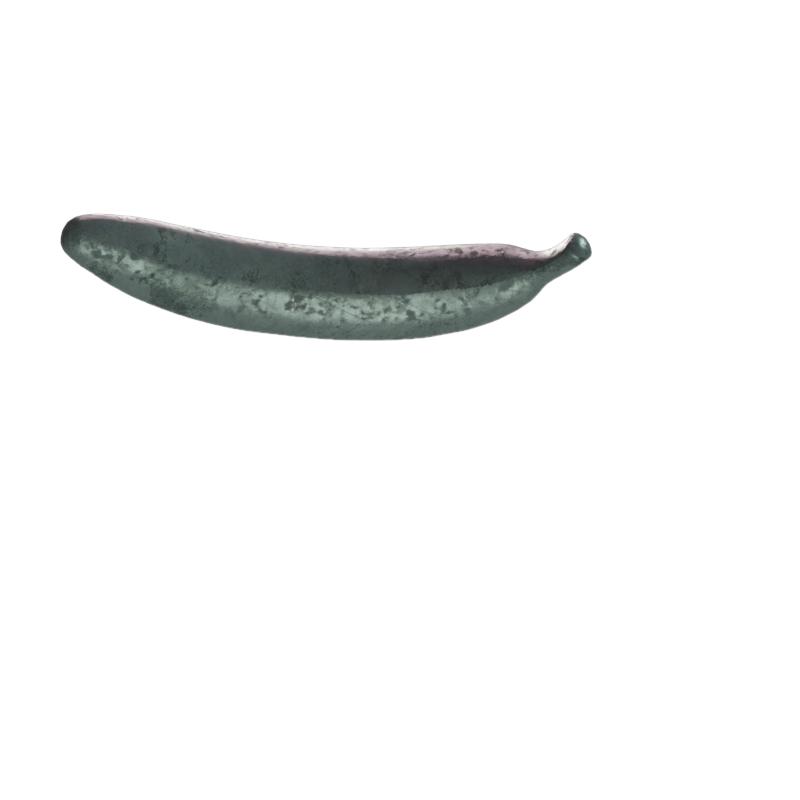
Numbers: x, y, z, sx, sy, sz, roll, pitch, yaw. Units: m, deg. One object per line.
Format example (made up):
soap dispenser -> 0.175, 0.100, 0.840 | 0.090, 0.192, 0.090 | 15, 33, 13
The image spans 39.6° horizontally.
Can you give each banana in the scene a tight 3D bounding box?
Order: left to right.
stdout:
banana -> -0.031, -0.051, 0.440 | 0.197, 0.039, 0.065 | 0, -35, -1
